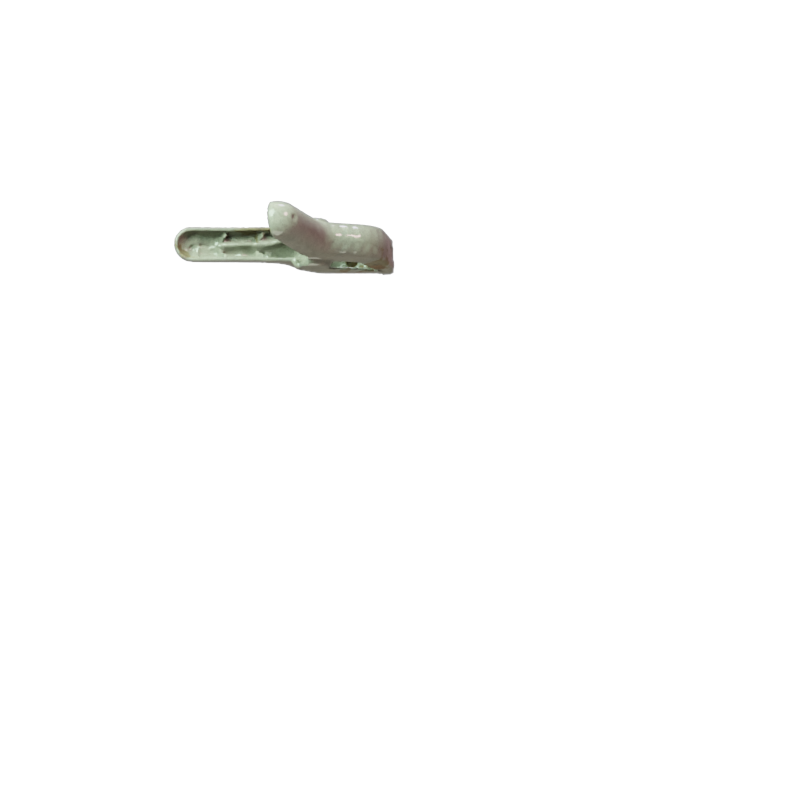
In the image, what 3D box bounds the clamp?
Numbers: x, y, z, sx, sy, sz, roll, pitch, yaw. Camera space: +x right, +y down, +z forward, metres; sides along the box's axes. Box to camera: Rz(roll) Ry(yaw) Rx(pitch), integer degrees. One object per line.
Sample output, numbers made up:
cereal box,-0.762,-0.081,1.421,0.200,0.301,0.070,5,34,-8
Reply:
clamp,-0.063,-0.114,0.799,0.165,0.039,0.124,-1,2,-34
